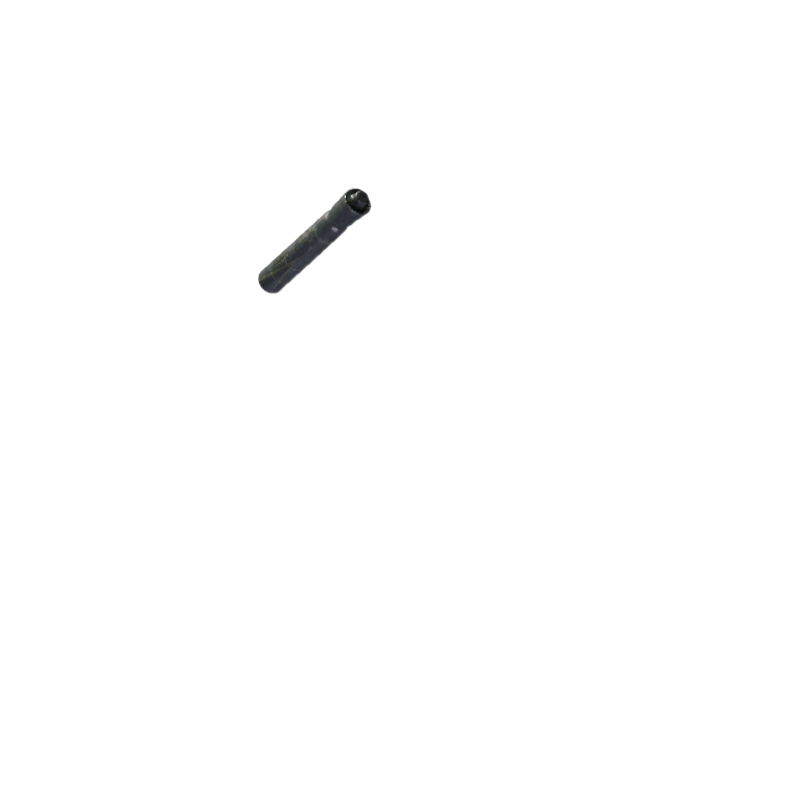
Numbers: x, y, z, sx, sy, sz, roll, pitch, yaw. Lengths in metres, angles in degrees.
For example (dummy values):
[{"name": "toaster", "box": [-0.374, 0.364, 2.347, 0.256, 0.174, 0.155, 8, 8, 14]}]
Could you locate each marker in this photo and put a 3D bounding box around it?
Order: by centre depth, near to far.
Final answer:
[{"name": "marker", "box": [-0.056, -0.101, 0.711, 0.019, 0.021, 0.119, -2, -19, -37]}]
